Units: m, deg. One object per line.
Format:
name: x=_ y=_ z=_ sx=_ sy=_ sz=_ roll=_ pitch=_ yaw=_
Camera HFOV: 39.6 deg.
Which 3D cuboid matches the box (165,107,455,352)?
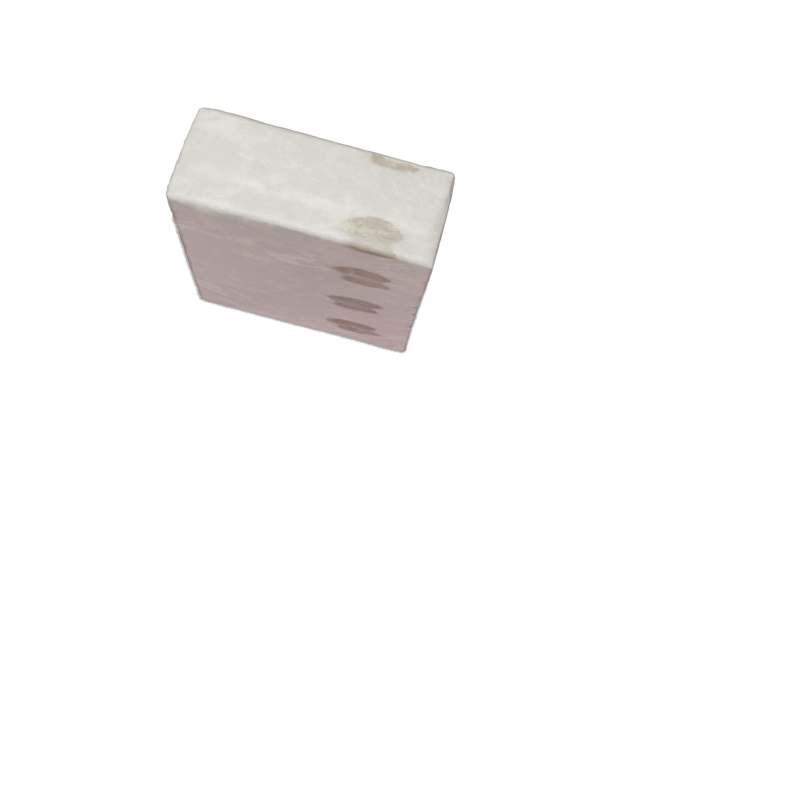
box: x=-0.059 y=-0.107 z=0.749 sx=0.165 sy=0.074 sz=0.206 roll=16 pitch=-14 yaw=2
